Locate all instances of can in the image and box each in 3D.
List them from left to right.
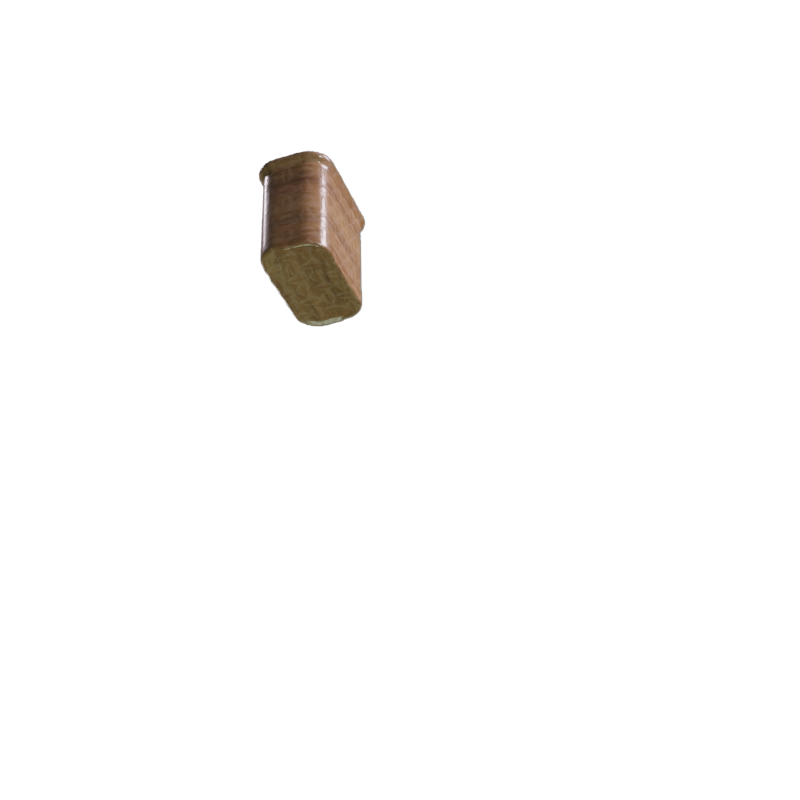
[{"bbox_3d":[-0.063,-0.115,0.806,0.058,0.090,0.094,-13,-37,15],"label":"can"}]
